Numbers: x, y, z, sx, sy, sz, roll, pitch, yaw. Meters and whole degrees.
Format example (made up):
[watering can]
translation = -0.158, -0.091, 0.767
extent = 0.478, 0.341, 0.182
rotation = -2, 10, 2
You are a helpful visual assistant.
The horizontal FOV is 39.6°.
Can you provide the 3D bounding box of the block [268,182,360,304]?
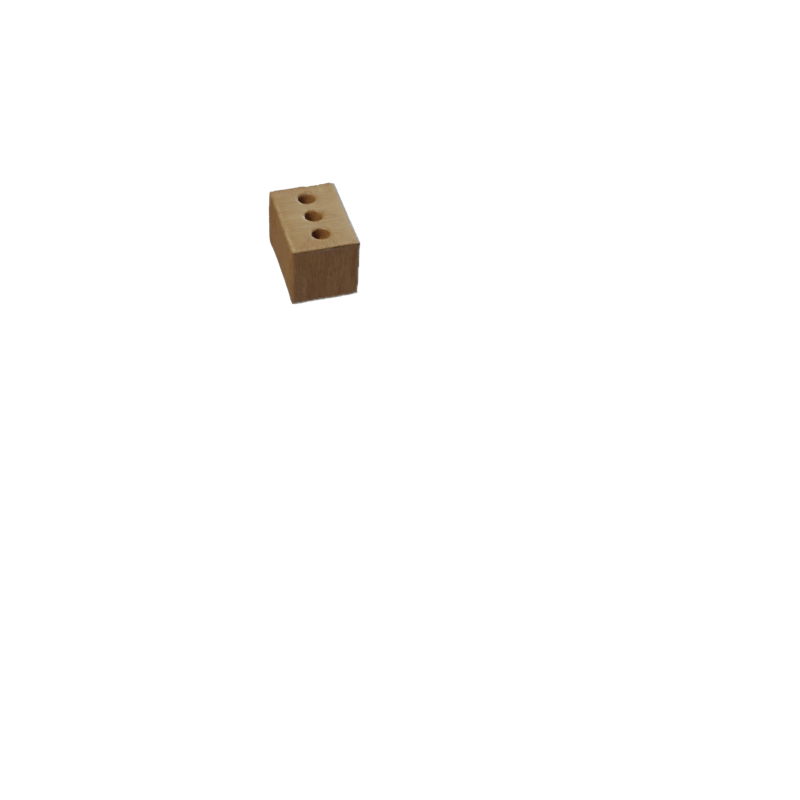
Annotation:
[block]
translation = -0.065, -0.118, 0.830
extent = 0.052, 0.048, 0.084
rotation = -11, 45, -13
